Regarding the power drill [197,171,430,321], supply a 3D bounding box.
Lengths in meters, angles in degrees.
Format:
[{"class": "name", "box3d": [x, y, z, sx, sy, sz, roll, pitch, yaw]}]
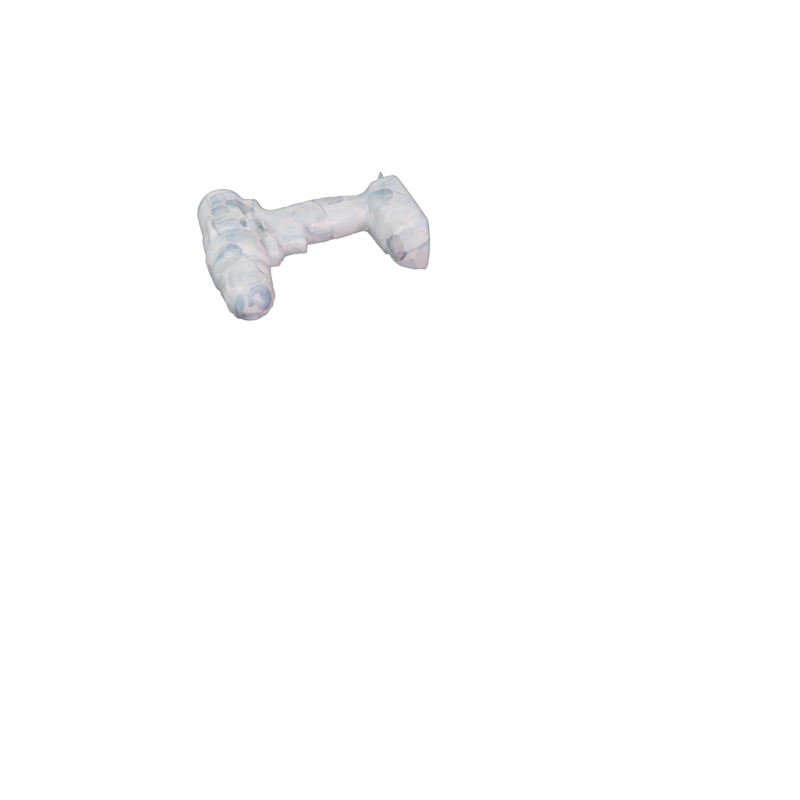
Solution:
[{"class": "power drill", "box3d": [-0.074, -0.135, 0.944, 0.185, 0.054, 0.199, -9, 36, -12]}]
